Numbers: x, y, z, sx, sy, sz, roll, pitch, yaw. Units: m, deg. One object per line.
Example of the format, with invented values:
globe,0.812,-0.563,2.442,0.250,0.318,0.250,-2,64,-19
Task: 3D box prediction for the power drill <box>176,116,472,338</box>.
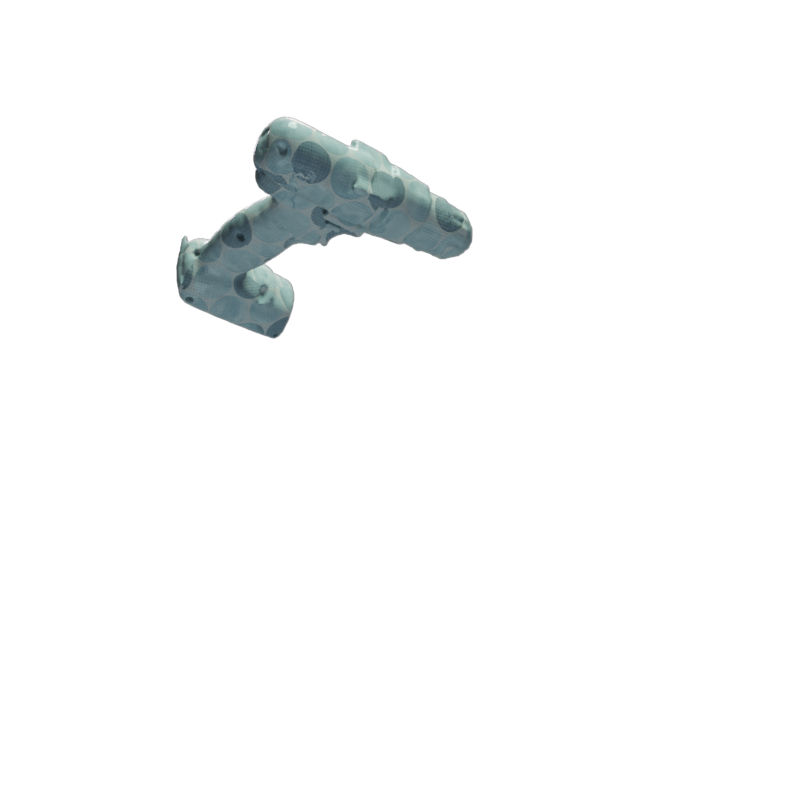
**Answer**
power drill,-0.065,-0.118,0.828,0.174,0.061,0.185,26,-44,-30
